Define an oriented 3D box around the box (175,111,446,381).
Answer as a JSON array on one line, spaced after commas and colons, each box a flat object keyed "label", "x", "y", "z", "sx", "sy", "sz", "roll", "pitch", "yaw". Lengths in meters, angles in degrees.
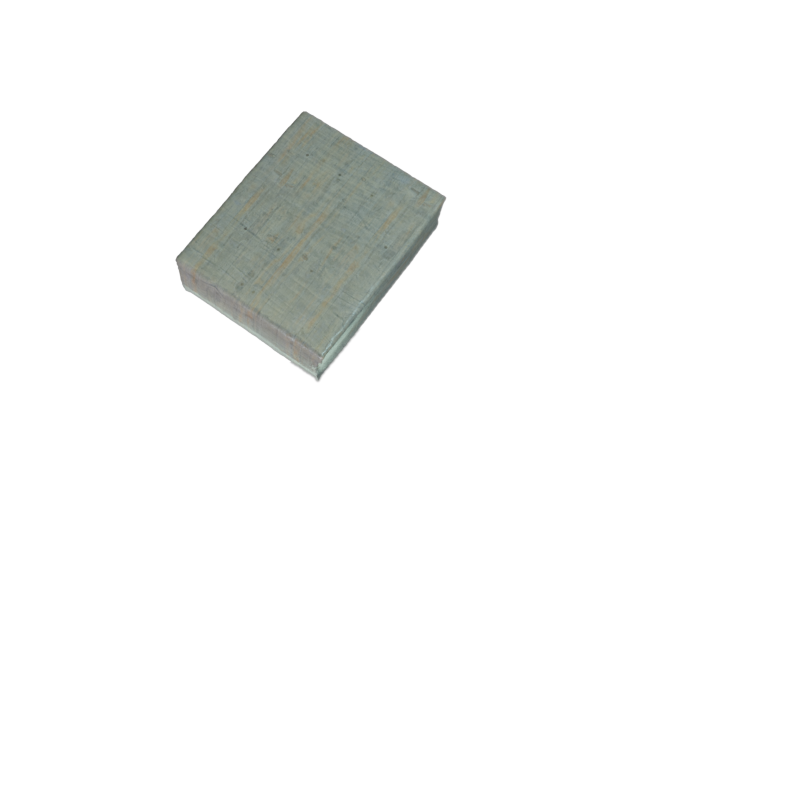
[{"label": "box", "x": -0.044, "y": -0.081, "z": 0.565, "sx": 0.093, "sy": 0.116, "sz": 0.037, "roll": 32, "pitch": -21, "yaw": 13}]
